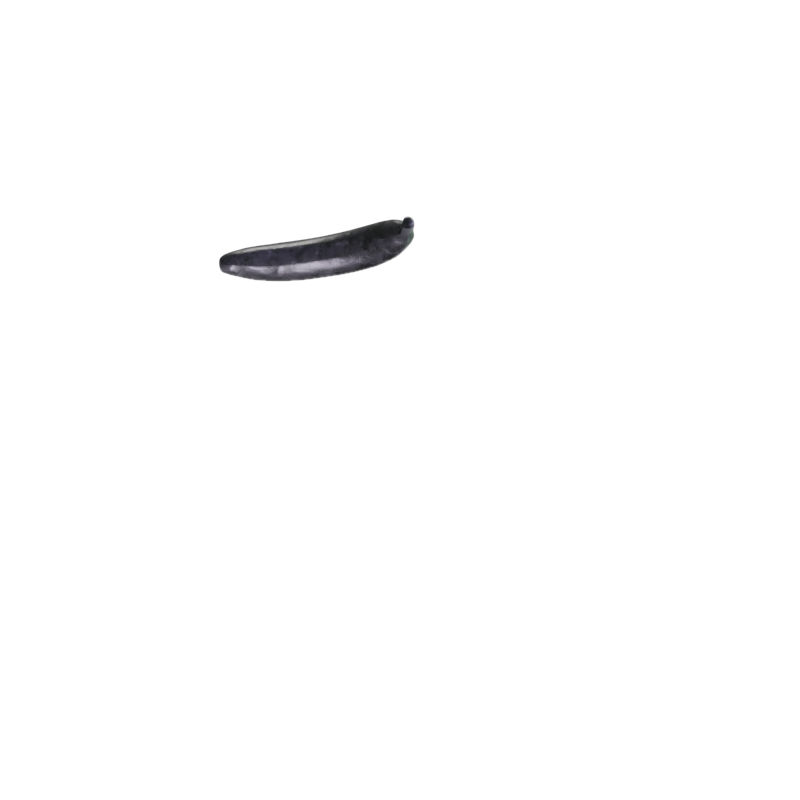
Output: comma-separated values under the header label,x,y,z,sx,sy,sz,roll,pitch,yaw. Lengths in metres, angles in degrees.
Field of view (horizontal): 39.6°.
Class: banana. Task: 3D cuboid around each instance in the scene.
label,x,y,z,sx,sy,sz,roll,pitch,yaw
banana,-0.066,-0.137,1.005,0.201,0.039,0.065,-10,-23,25
